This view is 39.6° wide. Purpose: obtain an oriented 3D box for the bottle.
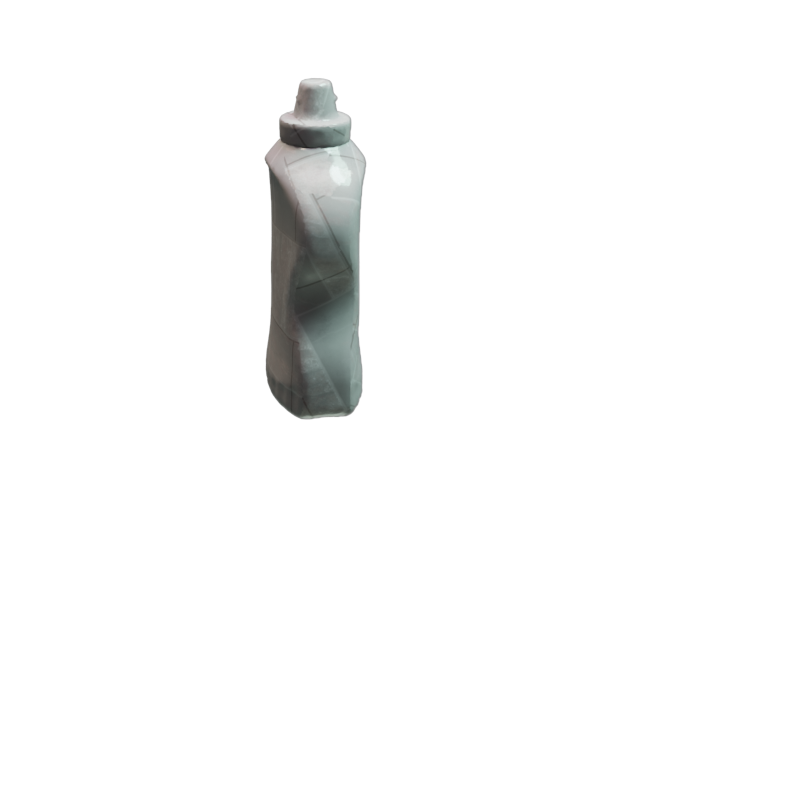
[{"bbox_3d":[-0.051,-0.093,0.653,0.058,0.183,0.102,-3,23,-10],"label":"bottle"}]
